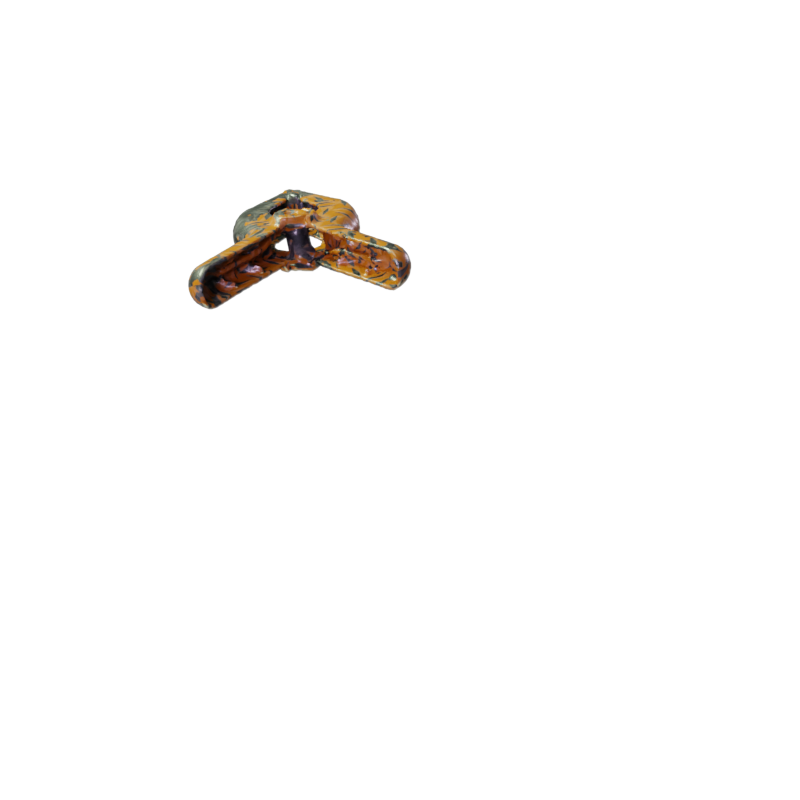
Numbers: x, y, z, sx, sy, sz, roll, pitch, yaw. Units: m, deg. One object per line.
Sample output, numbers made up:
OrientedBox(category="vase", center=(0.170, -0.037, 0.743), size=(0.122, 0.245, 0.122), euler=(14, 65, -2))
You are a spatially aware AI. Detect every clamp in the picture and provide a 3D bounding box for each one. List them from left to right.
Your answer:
OrientedBox(category="clamp", center=(-0.052, -0.095, 0.665), size=(0.121, 0.037, 0.179), euler=(2, 26, 3))
